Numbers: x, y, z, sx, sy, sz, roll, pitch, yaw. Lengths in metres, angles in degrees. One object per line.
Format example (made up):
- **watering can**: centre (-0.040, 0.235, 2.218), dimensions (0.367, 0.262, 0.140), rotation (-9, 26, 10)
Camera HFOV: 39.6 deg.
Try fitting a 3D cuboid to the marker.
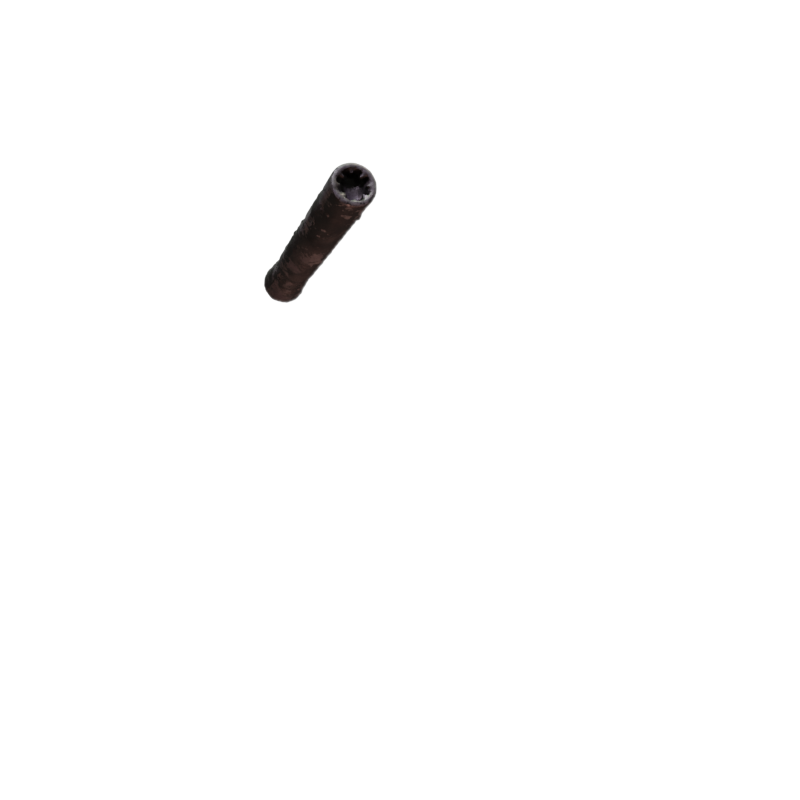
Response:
- **marker**: centre (-0.037, -0.068, 0.475), dimensions (0.019, 0.021, 0.119), rotation (-1, -14, -20)
